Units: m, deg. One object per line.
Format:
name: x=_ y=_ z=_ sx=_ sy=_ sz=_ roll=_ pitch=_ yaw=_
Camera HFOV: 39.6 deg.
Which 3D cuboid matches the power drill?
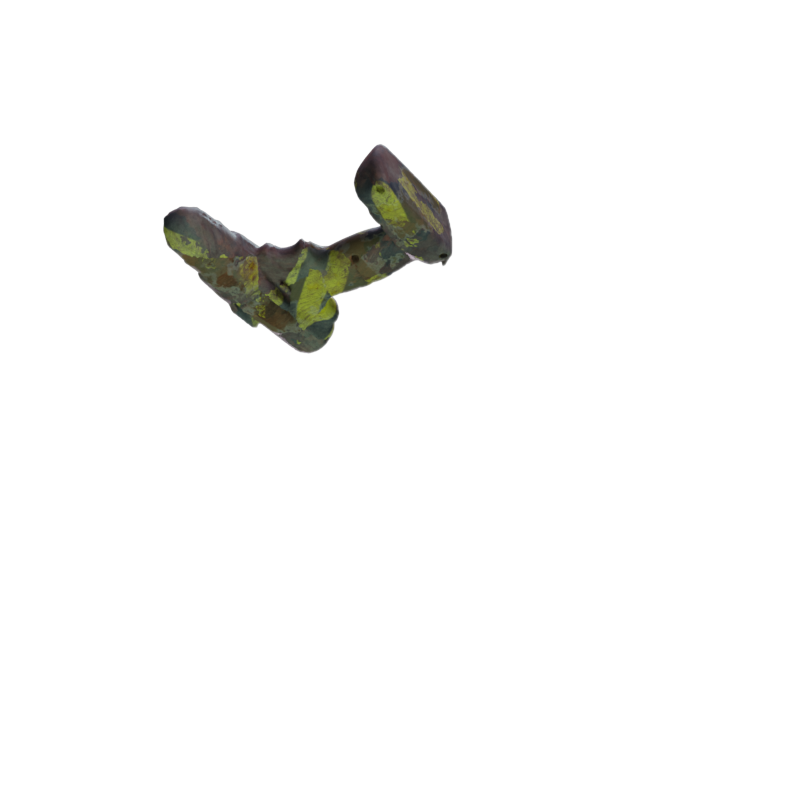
power drill: x=-0.069 y=-0.125 z=0.878 sx=0.188 sy=0.062 sz=0.171 roll=-26 pitch=-45 yaw=28
